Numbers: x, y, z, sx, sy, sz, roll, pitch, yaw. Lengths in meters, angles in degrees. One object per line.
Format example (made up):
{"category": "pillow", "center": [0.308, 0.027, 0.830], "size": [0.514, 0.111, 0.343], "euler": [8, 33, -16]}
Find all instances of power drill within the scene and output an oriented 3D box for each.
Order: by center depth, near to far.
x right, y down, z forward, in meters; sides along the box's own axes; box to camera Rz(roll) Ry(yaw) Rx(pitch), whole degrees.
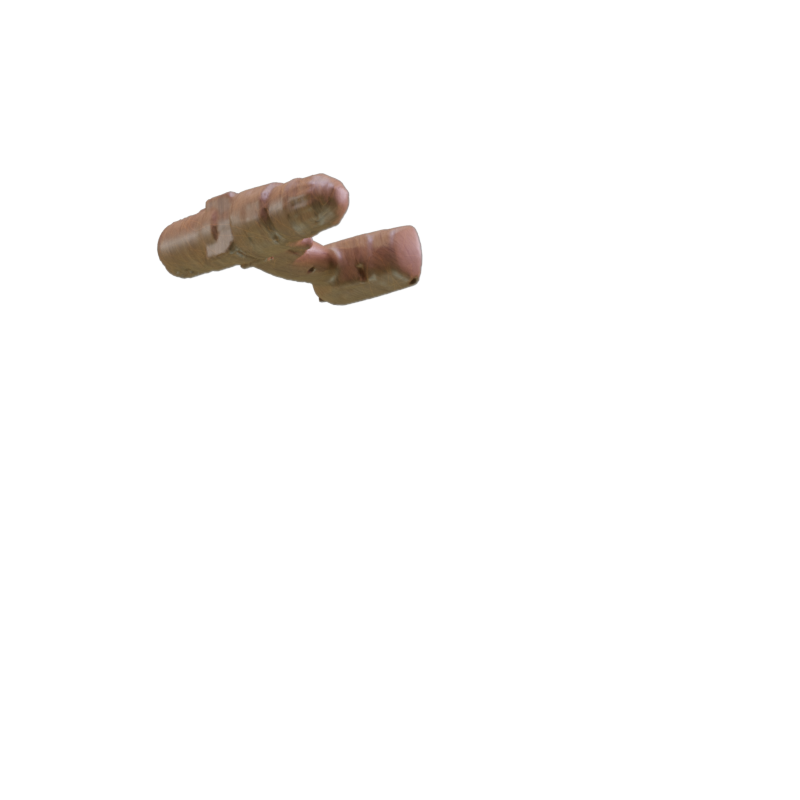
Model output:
{"category": "power drill", "center": [-0.068, -0.124, 0.869], "size": [0.189, 0.059, 0.177], "euler": [-9, -13, 41]}
